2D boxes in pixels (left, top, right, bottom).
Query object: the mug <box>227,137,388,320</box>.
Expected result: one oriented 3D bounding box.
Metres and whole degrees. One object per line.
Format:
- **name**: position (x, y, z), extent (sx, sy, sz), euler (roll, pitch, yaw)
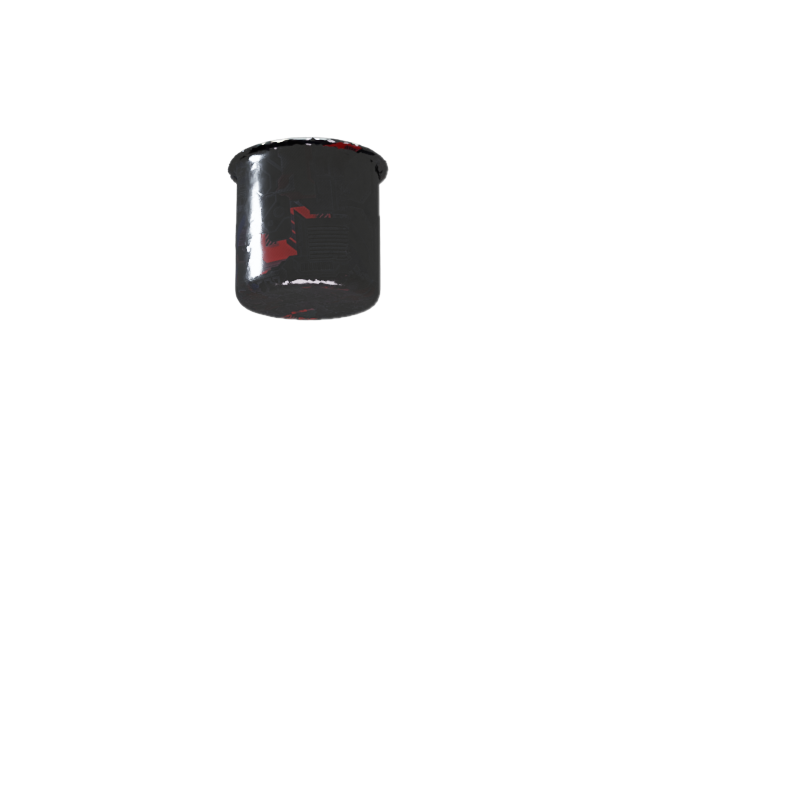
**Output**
- **mug**: position (-0.050, -0.091, 0.641), extent (0.094, 0.085, 0.111), euler (-4, -14, 11)
